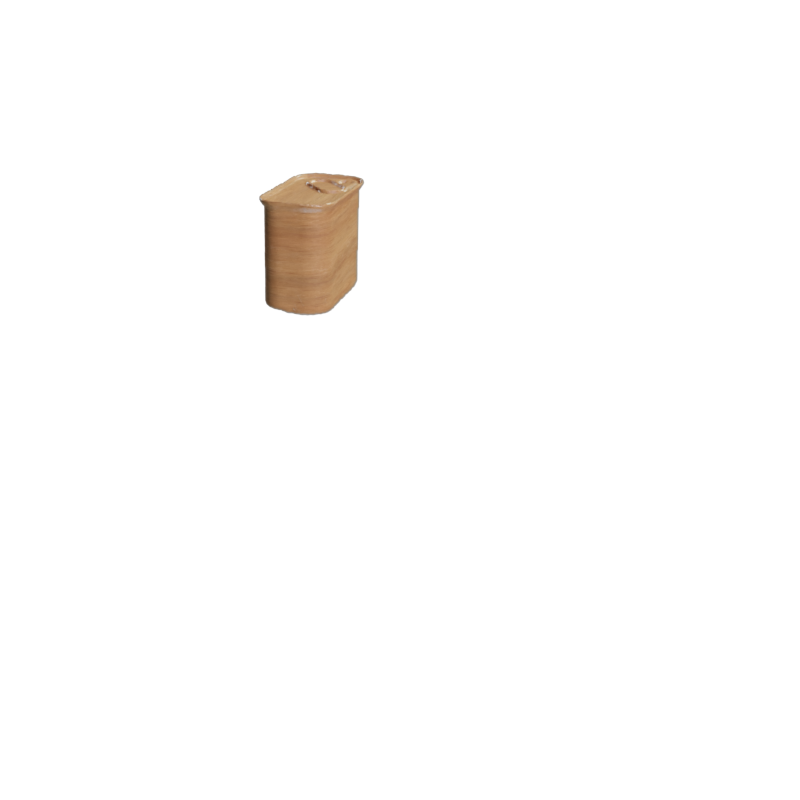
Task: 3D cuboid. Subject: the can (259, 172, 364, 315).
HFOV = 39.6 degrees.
[{"bbox_3d":[-0.065,-0.119,0.832,0.059,0.080,0.104,6,21,15],"label":"can"}]
